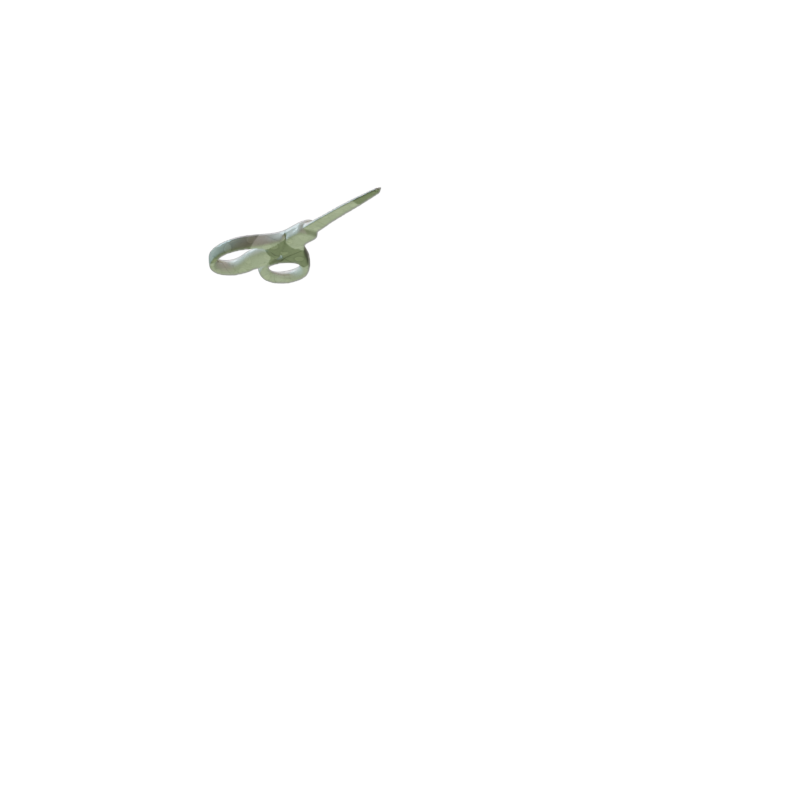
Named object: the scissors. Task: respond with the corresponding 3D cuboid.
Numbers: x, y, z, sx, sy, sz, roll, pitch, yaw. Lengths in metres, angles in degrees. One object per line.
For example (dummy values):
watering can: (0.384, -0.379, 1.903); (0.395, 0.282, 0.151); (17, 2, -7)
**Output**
scissors: (-0.072, -0.132, 0.926); (0.205, 0.016, 0.090); (-12, -20, 34)
